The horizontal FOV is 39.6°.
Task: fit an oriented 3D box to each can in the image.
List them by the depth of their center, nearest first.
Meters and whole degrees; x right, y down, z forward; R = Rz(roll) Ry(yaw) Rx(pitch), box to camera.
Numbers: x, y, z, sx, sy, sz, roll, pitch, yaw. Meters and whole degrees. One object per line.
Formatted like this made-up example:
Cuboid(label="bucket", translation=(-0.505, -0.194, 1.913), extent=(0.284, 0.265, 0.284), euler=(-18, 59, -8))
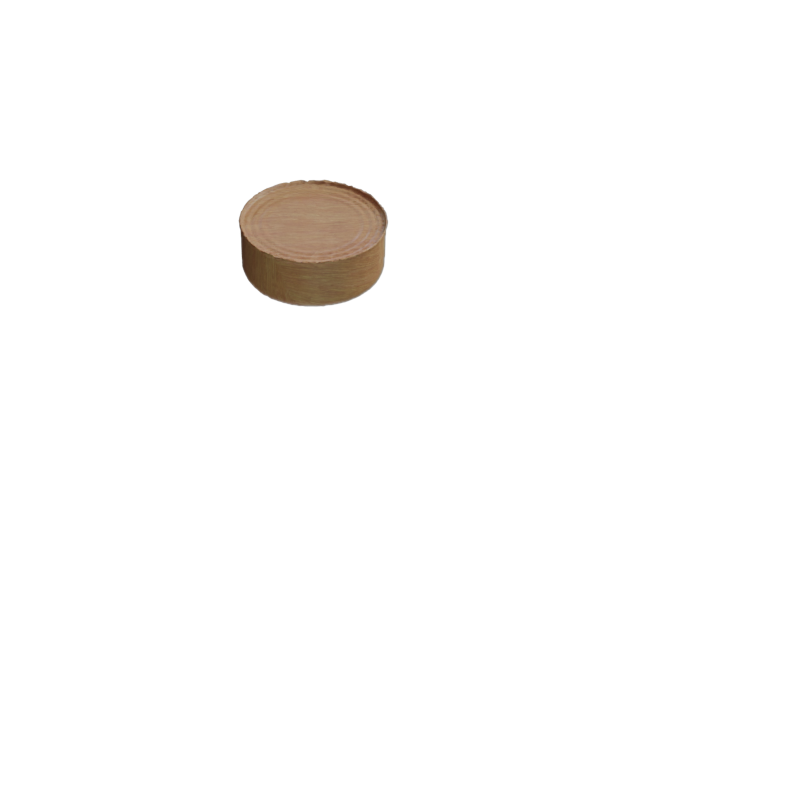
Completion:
Cuboid(label="can", translation=(-0.051, -0.092, 0.647), extent=(0.086, 0.031, 0.092), euler=(-1, 40, -2))
